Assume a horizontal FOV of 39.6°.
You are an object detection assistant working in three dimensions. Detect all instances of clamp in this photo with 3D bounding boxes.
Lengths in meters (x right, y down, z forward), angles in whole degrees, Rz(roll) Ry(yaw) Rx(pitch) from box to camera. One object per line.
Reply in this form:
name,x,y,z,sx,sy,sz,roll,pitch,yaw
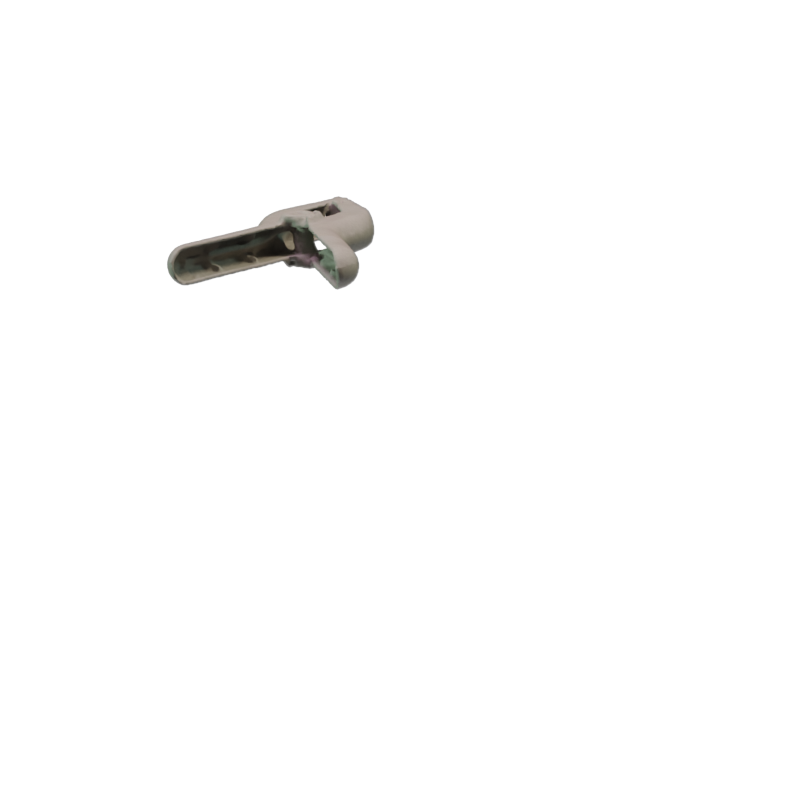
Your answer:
clamp,-0.056,-0.102,0.716,0.125,0.037,0.173,11,26,24
